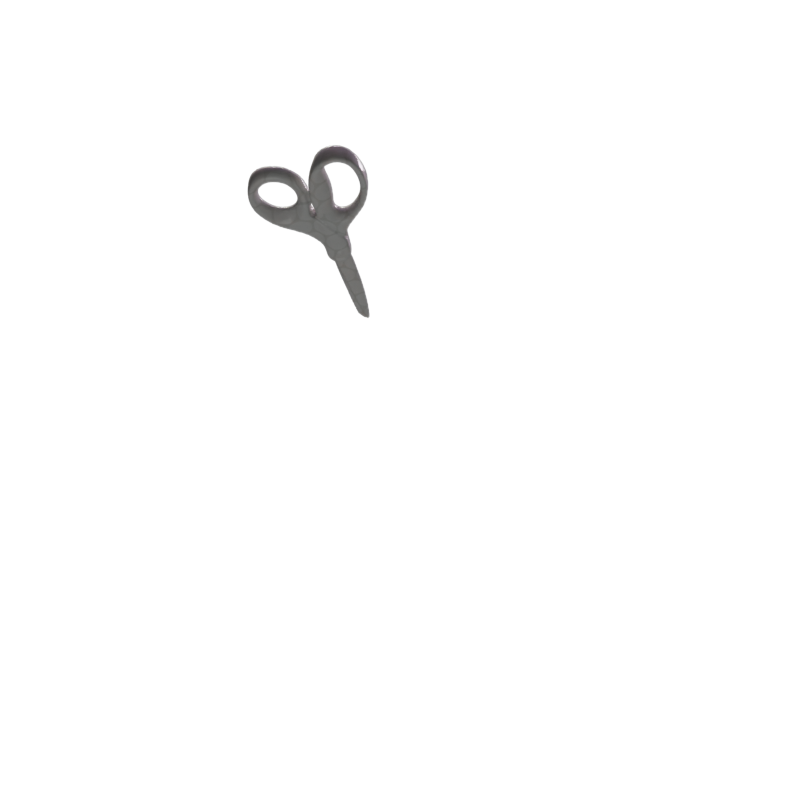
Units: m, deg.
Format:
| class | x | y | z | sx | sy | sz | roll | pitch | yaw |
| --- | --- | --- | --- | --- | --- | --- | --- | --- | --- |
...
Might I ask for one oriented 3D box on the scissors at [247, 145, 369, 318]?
| class | x | y | z | sx | sy | sz | roll | pitch | yaw |
| --- | --- | --- | --- | --- | --- | --- | --- | --- | --- |
| scissors | -0.066 | -0.121 | 0.847 | 0.096 | 0.017 | 0.189 | 2 | -33 | -3 |
